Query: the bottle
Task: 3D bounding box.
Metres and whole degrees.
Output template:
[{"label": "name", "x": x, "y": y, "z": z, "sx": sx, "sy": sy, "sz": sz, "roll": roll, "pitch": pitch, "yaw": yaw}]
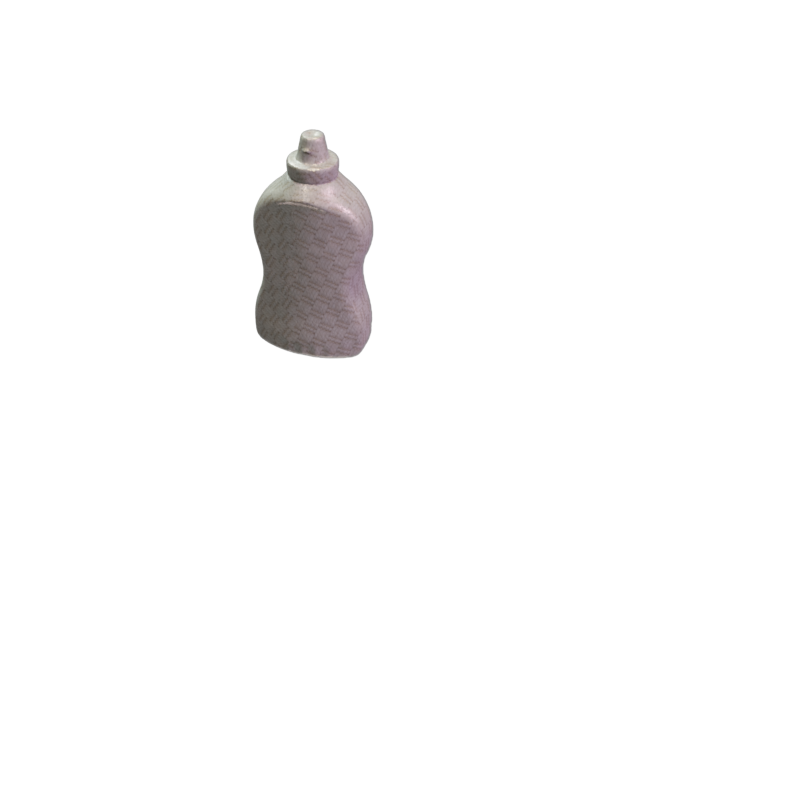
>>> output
[{"label": "bottle", "x": -0.070, "y": -0.127, "z": 0.891, "sx": 0.099, "sy": 0.180, "sz": 0.060, "roll": 13, "pitch": 34, "yaw": 16}]
